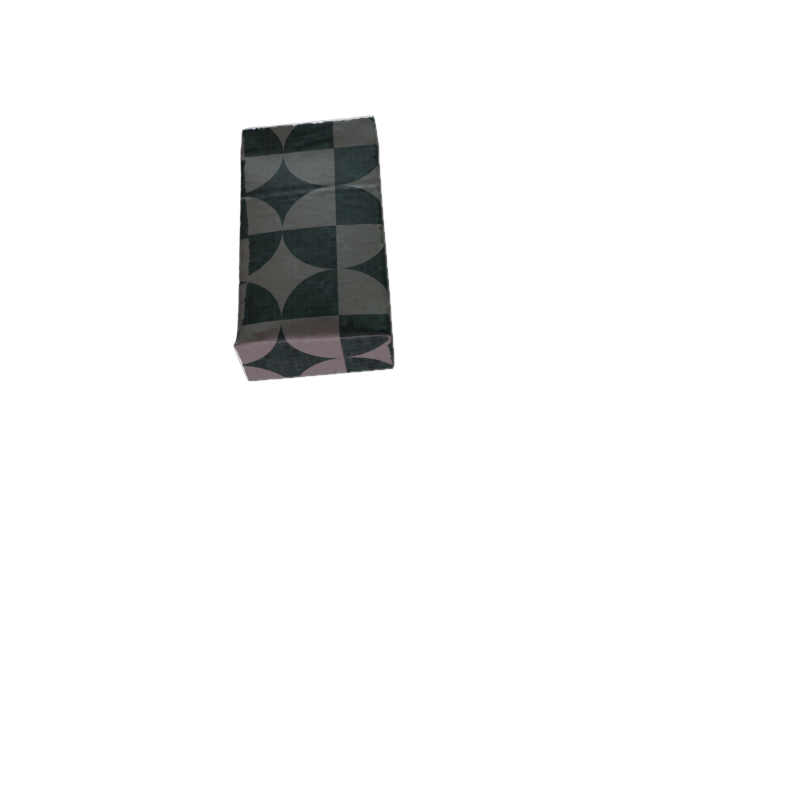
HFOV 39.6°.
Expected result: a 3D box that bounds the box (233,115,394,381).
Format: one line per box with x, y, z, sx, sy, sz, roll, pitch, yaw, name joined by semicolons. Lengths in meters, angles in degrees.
-0.055;-0.100;0.704;0.094;0.189;0.044;-6;-37;4;box
